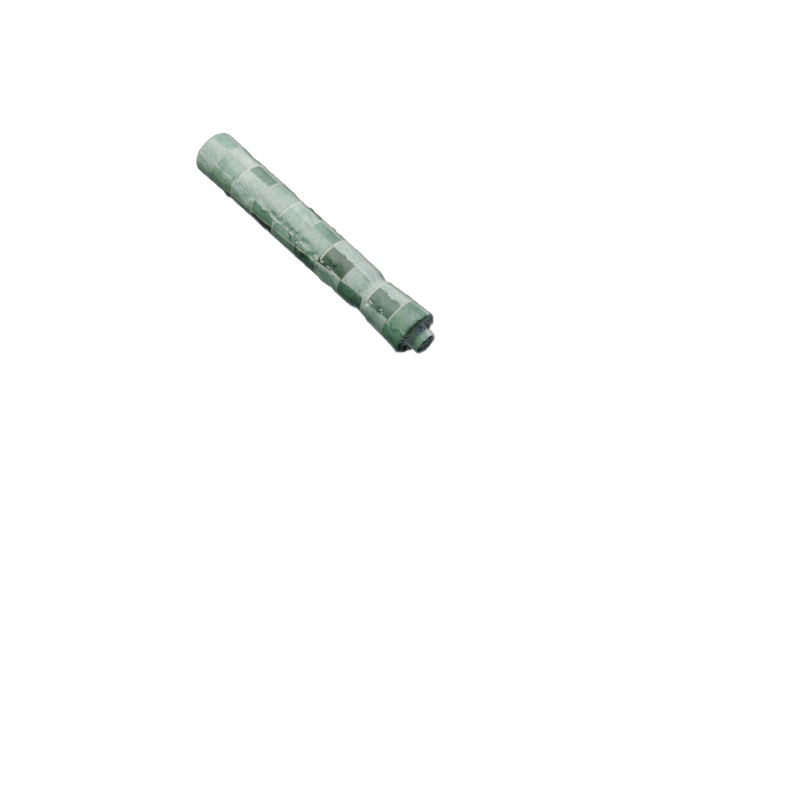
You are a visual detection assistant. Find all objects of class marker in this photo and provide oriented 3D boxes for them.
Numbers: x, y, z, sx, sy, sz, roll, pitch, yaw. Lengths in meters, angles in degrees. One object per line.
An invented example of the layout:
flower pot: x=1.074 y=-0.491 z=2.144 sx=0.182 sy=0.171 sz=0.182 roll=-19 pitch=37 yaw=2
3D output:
marker: x=-0.033 y=-0.060 z=0.422 sx=0.128 sy=0.019 sz=0.019 roll=44 pitch=23 yaw=24
